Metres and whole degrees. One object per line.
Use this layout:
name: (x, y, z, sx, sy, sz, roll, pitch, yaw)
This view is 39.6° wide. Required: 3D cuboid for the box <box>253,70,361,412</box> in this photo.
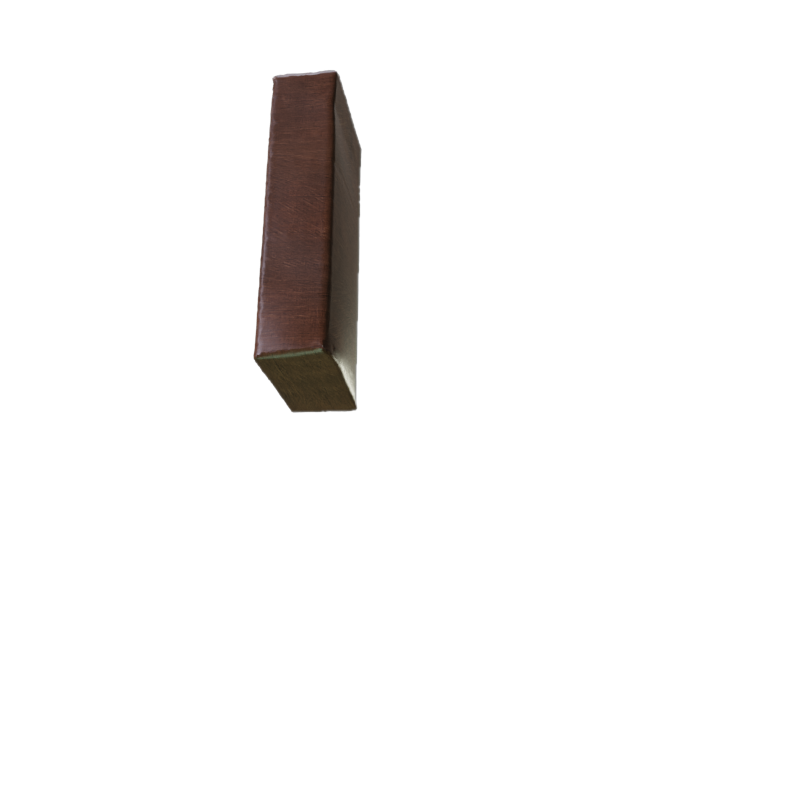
box: (-0.050, -0.091, 0.639, 0.048, 0.187, 0.087, -5, -25, 7)
